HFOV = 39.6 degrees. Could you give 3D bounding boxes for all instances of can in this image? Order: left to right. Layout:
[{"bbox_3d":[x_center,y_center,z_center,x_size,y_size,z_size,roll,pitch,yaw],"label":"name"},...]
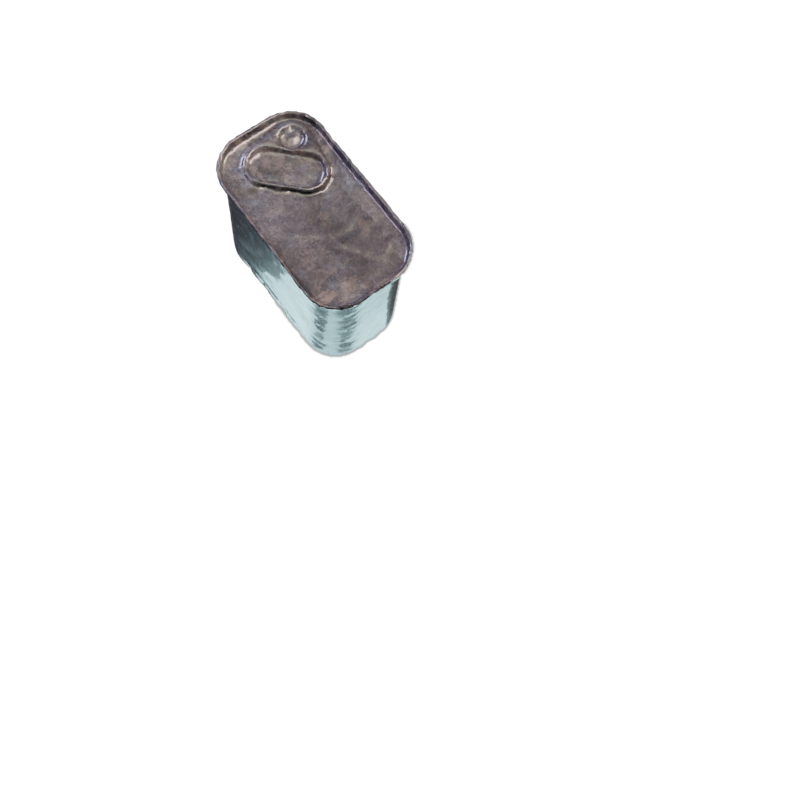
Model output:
[{"bbox_3d":[-0.043,-0.078,0.547,0.058,0.107,0.080,-34,-16,-13],"label":"can"}]
